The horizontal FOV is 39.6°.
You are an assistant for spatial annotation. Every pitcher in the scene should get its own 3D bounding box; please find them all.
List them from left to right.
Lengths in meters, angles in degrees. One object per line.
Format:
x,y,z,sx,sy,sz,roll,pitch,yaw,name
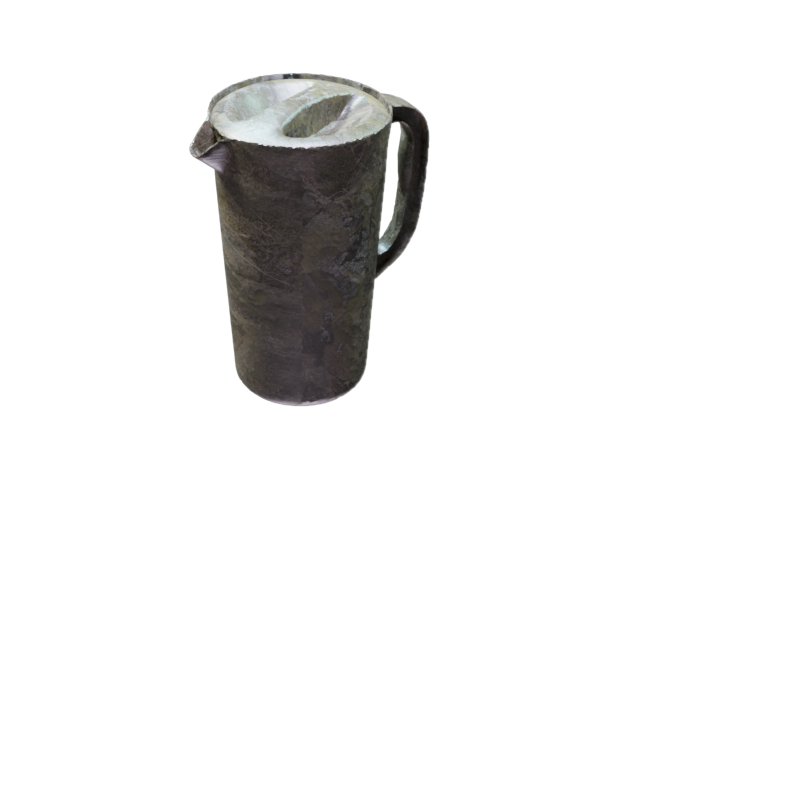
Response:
-0.067,-0.122,0.856,0.153,0.228,0.151,10,35,12,pitcher
